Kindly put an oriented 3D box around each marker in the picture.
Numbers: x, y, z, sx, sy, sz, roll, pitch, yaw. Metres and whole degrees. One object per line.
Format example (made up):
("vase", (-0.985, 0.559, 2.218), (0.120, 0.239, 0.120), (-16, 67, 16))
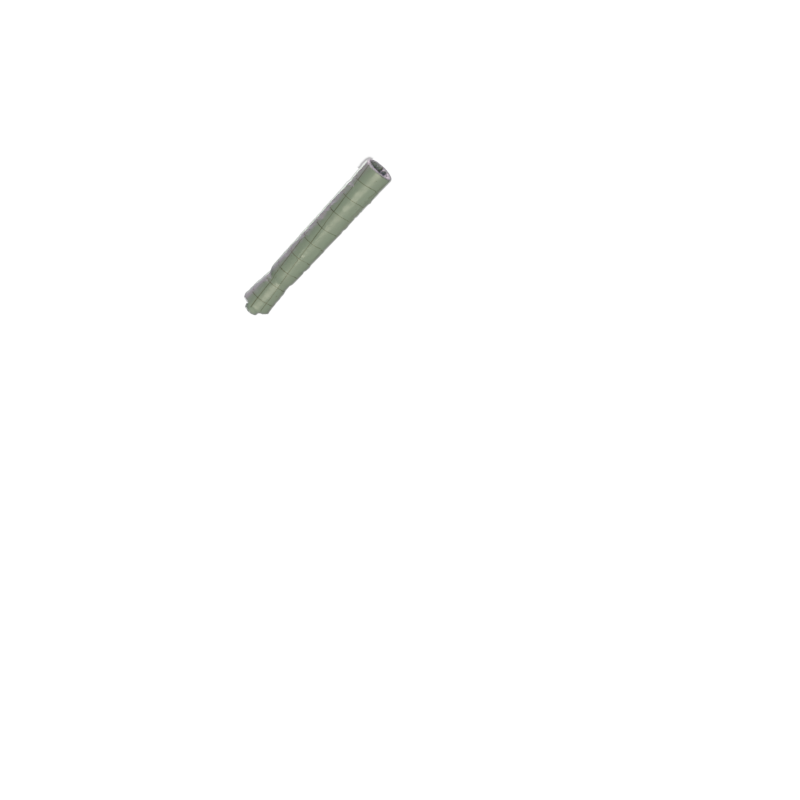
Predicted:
("marker", (-0.051, -0.094, 0.657), (0.119, 0.021, 0.019), (-44, -16, 21))
